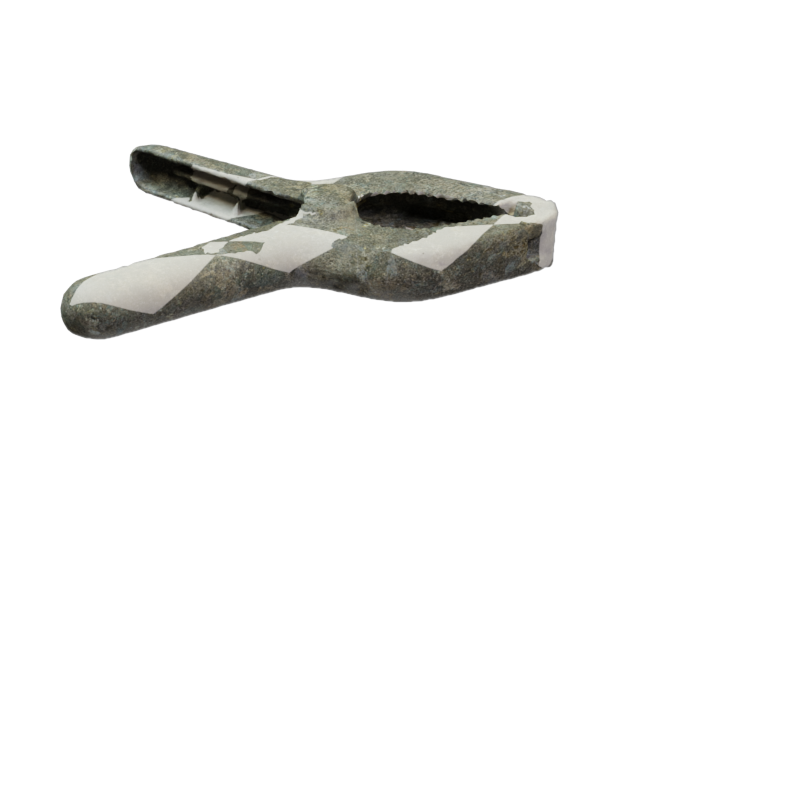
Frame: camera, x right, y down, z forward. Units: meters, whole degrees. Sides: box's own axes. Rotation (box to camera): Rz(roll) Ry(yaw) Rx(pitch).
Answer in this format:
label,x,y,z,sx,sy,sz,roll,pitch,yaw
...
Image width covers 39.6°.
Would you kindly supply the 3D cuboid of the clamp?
label,x,y,z,sx,sy,sz,roll,pitch,yaw
clamp,-0.038,-0.069,0.484,0.212,0.034,0.173,4,33,6
